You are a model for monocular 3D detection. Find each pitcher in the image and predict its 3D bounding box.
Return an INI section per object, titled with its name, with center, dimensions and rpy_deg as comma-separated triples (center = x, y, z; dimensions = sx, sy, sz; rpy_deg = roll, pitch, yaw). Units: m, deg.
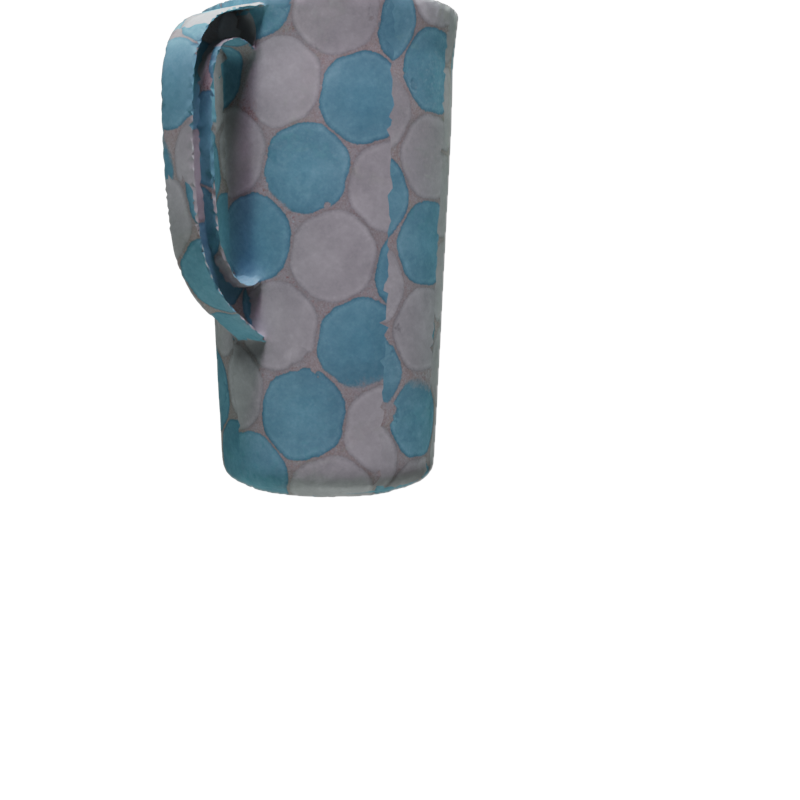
[pitcher]
center = -0.044, -0.080, 0.560
dimensions = 0.148, 0.243, 0.146
rpy_deg = 0, 1, -8
